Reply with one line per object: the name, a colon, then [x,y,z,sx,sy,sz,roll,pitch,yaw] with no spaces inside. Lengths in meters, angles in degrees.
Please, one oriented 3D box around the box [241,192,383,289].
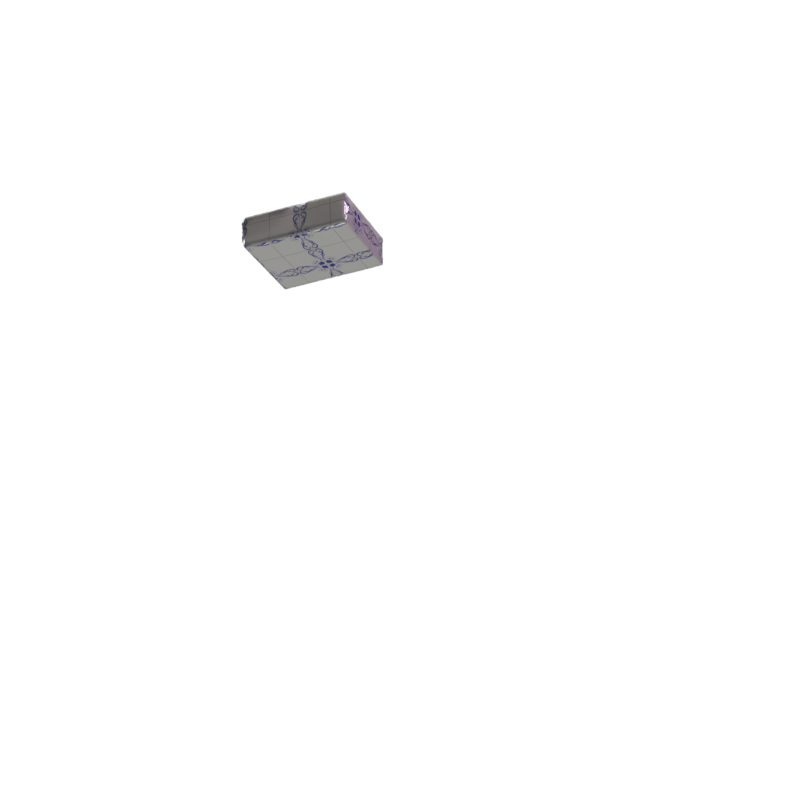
box: [-0.067,-0.122,0.858,0.091,0.032,0.068,-11,-28,21]
